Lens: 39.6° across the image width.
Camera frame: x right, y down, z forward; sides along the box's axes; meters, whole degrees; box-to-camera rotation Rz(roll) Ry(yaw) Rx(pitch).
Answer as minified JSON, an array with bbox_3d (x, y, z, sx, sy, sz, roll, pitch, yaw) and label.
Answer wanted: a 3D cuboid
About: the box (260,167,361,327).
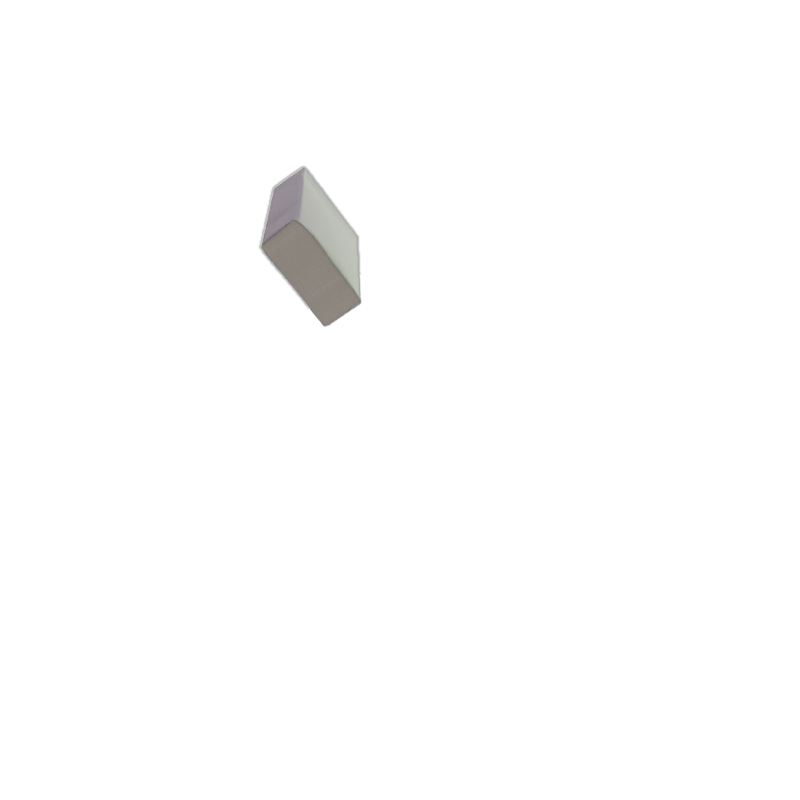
[{"bbox_3d":[-0.078,-0.142,0.998,0.048,0.089,0.185,-35,20,11],"label":"box"}]
